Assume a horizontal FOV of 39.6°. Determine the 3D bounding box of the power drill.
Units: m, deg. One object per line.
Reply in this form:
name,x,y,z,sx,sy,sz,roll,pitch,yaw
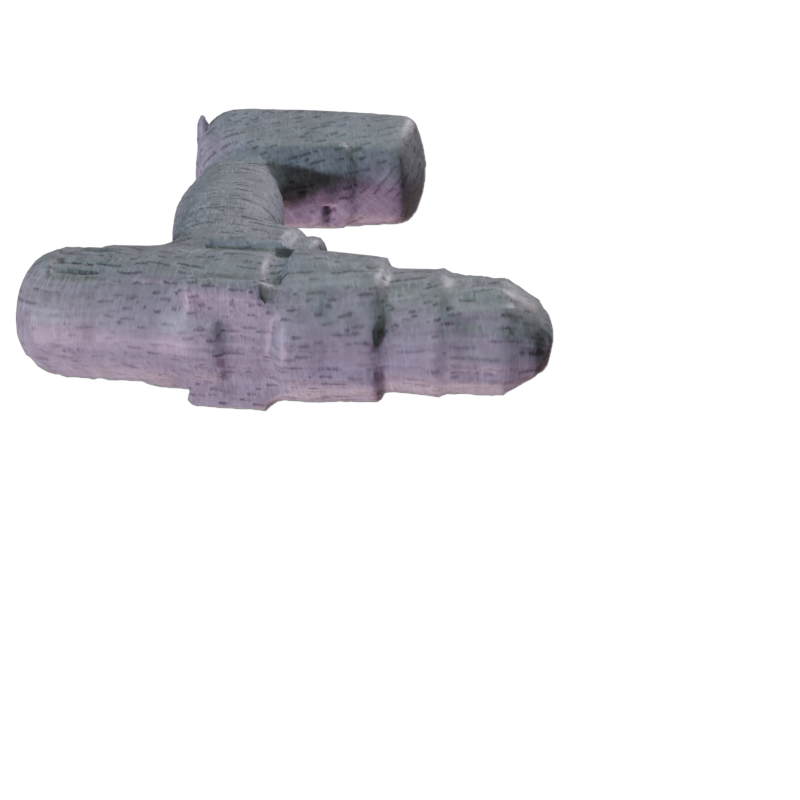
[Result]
power drill,-0.035,-0.063,0.441,0.187,0.054,0.196,4,29,7
